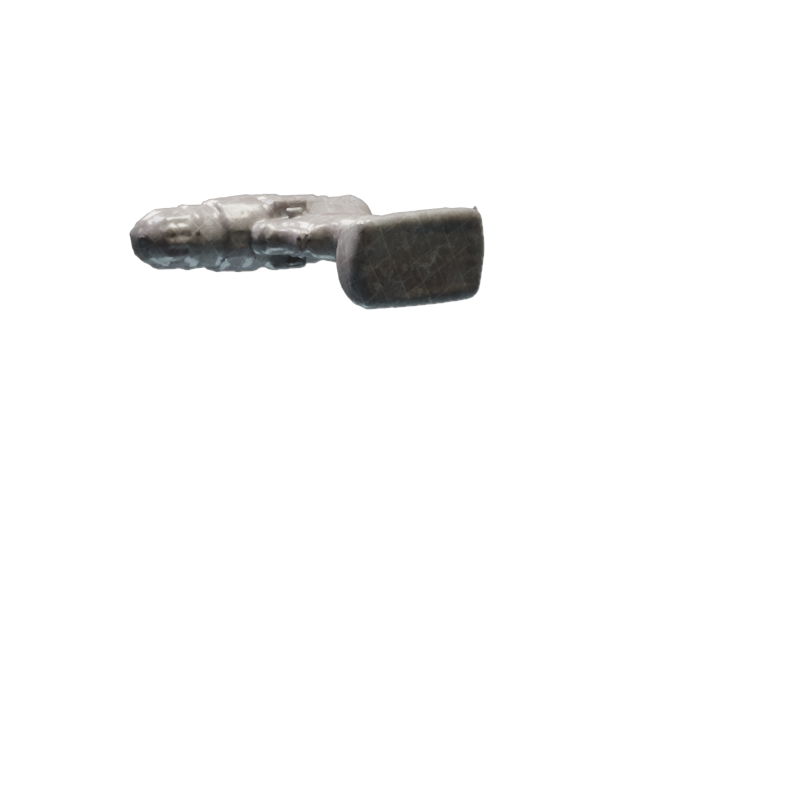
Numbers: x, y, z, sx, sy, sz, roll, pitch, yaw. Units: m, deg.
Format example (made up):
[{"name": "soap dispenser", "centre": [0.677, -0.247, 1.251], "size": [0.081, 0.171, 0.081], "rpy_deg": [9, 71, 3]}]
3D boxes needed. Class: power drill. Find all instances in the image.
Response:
[{"name": "power drill", "centre": [-0.055, -0.101, 0.705], "size": [0.180, 0.056, 0.198], "rpy_deg": [-12, 21, -36]}]
